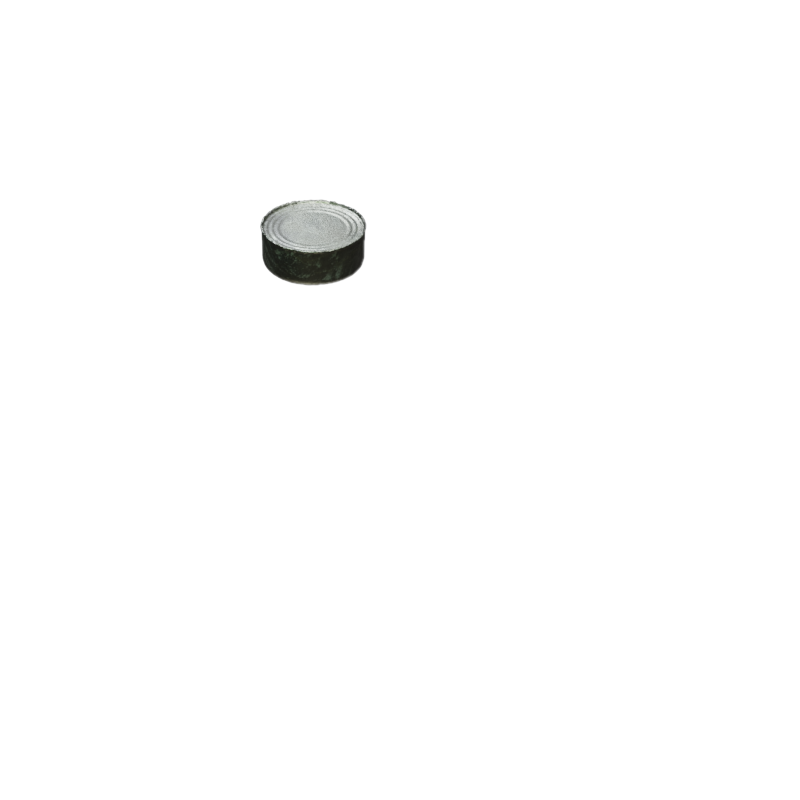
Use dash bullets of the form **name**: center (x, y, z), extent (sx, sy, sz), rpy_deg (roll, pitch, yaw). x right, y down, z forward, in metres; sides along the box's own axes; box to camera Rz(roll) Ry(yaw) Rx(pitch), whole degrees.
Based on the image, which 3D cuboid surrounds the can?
- **can**: center (-0.071, -0.129, 0.907), extent (0.086, 0.031, 0.092), rpy_deg (-1, 36, -2)
